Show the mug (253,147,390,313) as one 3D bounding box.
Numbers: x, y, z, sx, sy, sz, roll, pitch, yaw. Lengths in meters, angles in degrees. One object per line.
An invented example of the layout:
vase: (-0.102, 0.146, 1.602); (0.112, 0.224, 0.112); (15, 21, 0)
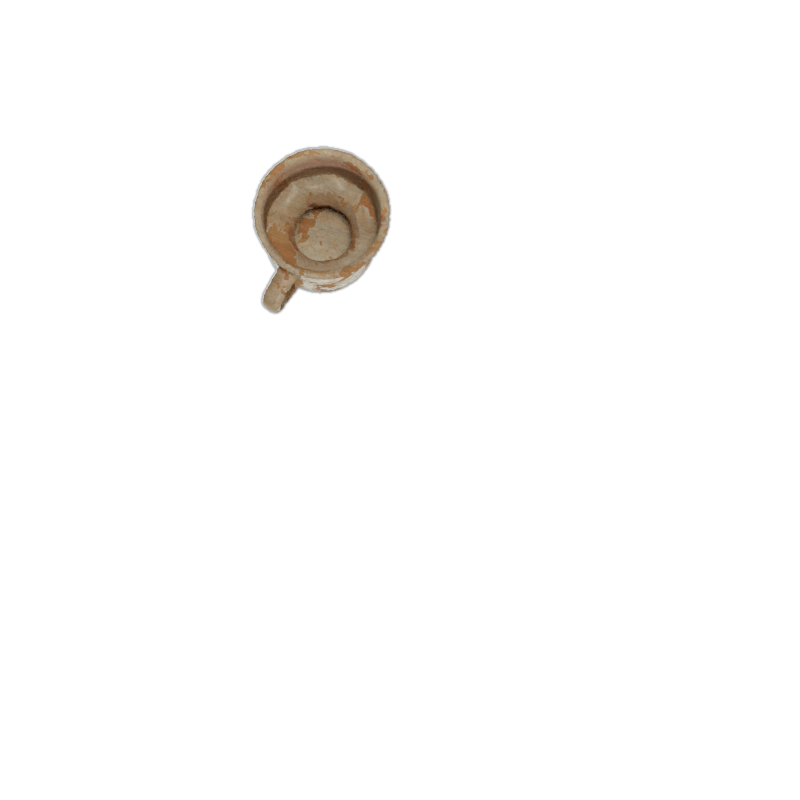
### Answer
mug: (-0.062, -0.112, 0.786); (0.094, 0.119, 0.079); (28, -11, 3)
